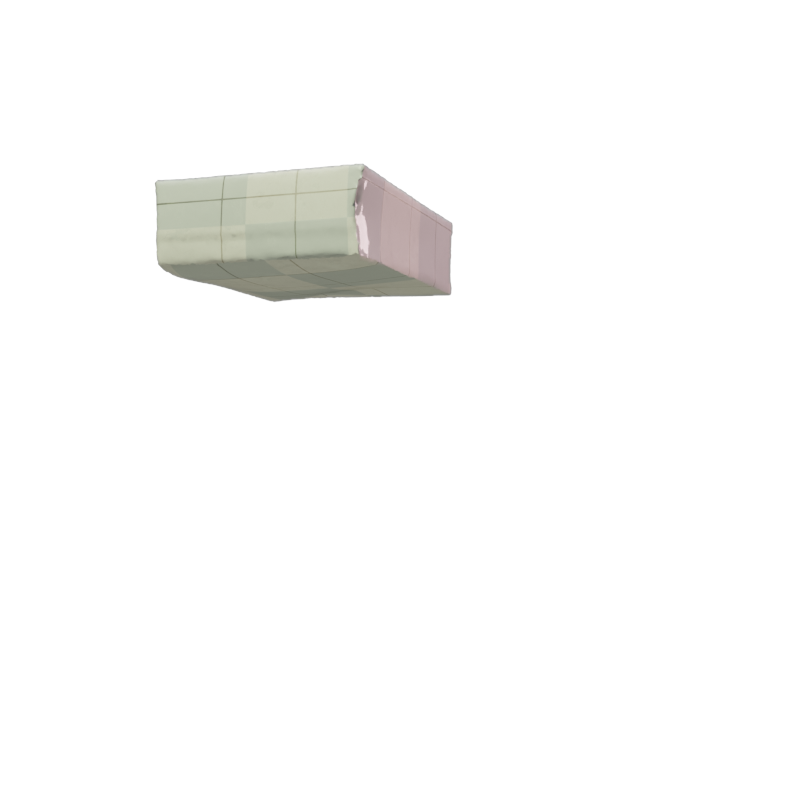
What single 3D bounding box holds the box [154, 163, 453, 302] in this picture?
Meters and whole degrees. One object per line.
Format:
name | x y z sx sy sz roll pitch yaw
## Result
box | -0.036 -0.066 0.464 0.092 0.039 0.109 -1 -2 21
